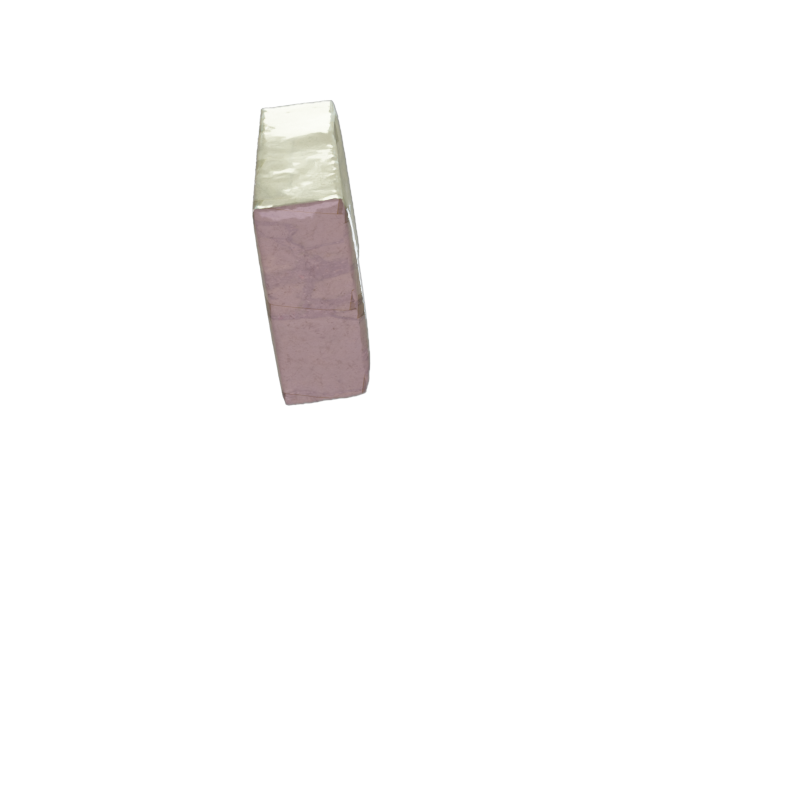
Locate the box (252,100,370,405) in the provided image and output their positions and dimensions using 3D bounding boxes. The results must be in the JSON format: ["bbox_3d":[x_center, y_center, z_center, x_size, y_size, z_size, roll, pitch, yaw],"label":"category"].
[{"bbox_3d":[-0.069,-0.125,0.876,0.072,0.154,0.227,-7,31,0],"label":"box"}]
